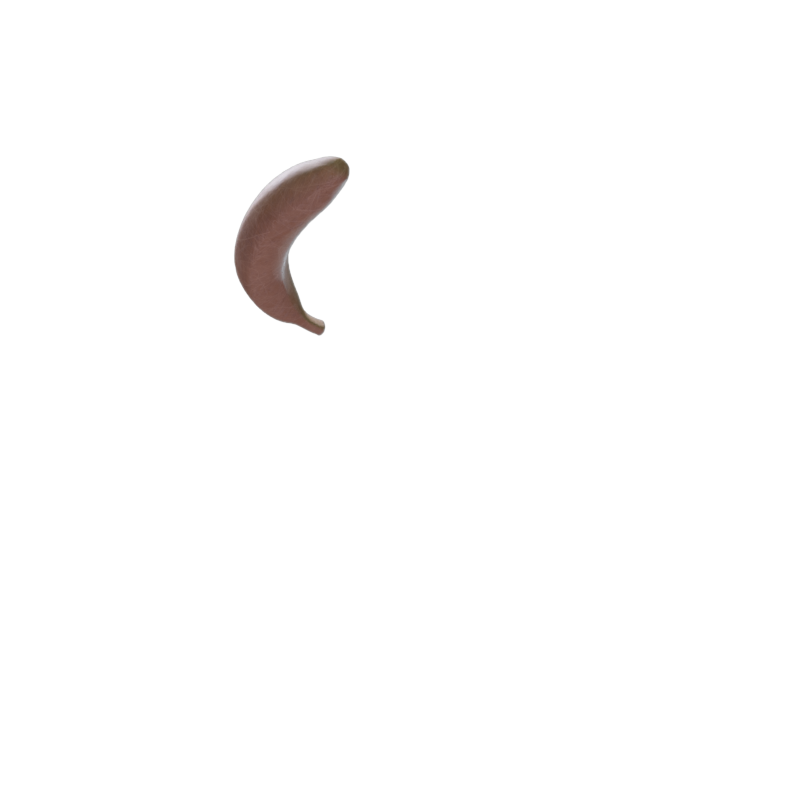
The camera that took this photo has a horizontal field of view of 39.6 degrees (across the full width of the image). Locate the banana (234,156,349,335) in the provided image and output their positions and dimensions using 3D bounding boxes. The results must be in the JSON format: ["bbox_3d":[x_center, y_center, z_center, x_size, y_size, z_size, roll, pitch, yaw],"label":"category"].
[{"bbox_3d":[-0.078,-0.106,0.751,0.069,0.039,0.187,3,-28,-7],"label":"banana"}]
